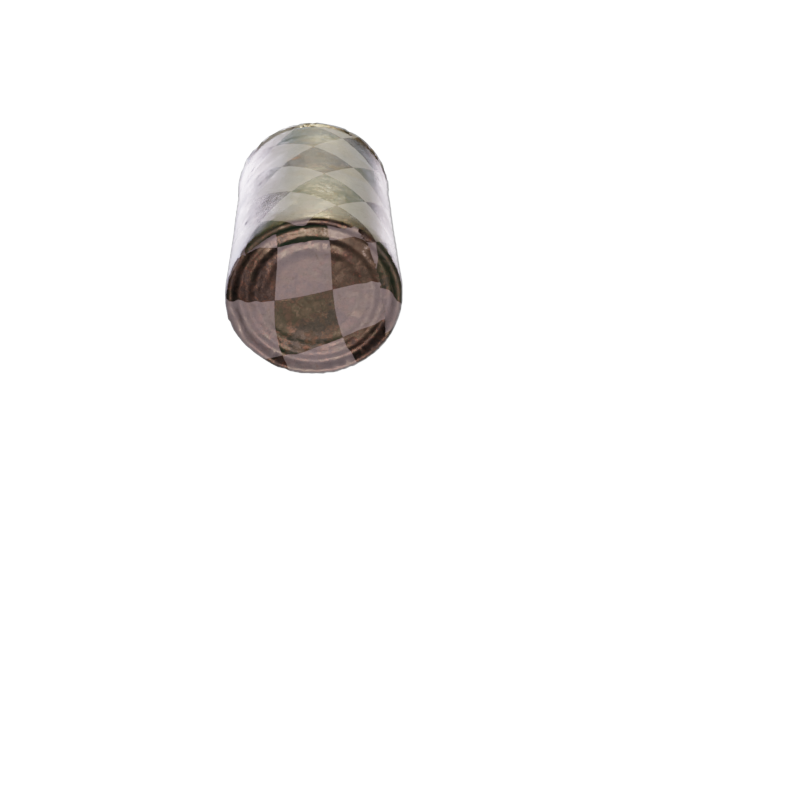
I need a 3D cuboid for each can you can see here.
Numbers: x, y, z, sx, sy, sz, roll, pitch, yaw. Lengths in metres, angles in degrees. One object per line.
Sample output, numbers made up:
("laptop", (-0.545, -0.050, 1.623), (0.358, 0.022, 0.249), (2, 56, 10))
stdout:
("can", (-0.035, -0.065, 0.453), (0.068, 0.065, 0.108), (0, 30, -3))
